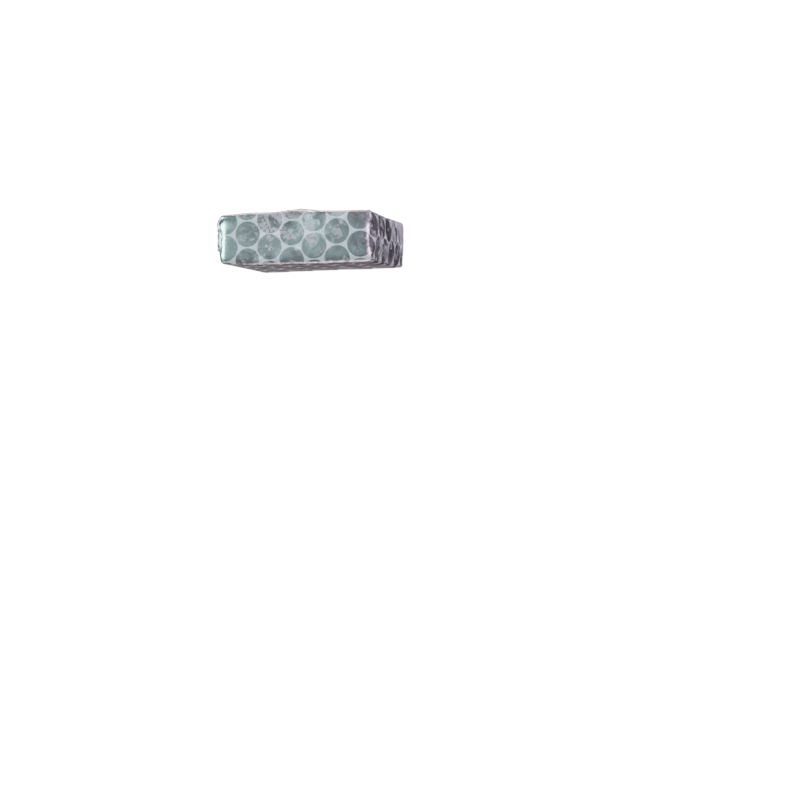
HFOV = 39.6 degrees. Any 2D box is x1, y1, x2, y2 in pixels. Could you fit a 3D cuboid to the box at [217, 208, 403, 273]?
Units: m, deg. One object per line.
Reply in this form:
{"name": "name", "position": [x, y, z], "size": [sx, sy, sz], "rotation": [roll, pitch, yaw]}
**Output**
{"name": "box", "position": [-0.049, -0.090, 0.628], "size": [0.091, 0.030, 0.071], "rotation": [1, 2, 16]}
